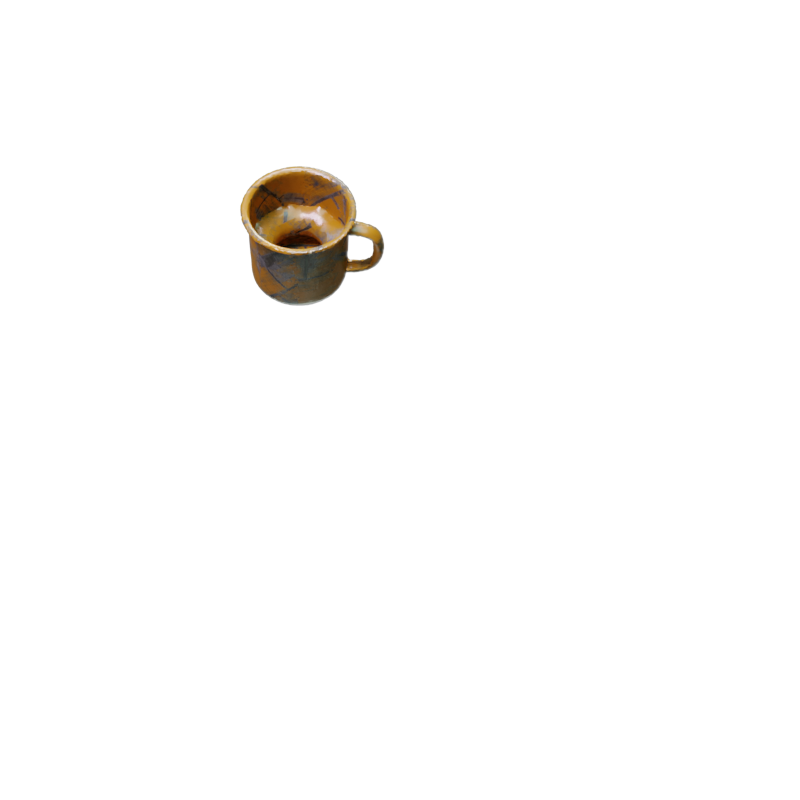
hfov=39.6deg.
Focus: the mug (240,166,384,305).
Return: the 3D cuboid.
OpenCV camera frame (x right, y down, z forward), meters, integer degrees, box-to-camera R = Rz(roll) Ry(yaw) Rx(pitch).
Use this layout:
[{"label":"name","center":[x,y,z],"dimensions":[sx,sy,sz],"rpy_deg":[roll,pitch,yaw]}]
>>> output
[{"label":"mug","center":[-0.072,-0.131,0.916],"dimensions":[0.118,0.099,0.076],"rpy_deg":[6,-35,3]}]
